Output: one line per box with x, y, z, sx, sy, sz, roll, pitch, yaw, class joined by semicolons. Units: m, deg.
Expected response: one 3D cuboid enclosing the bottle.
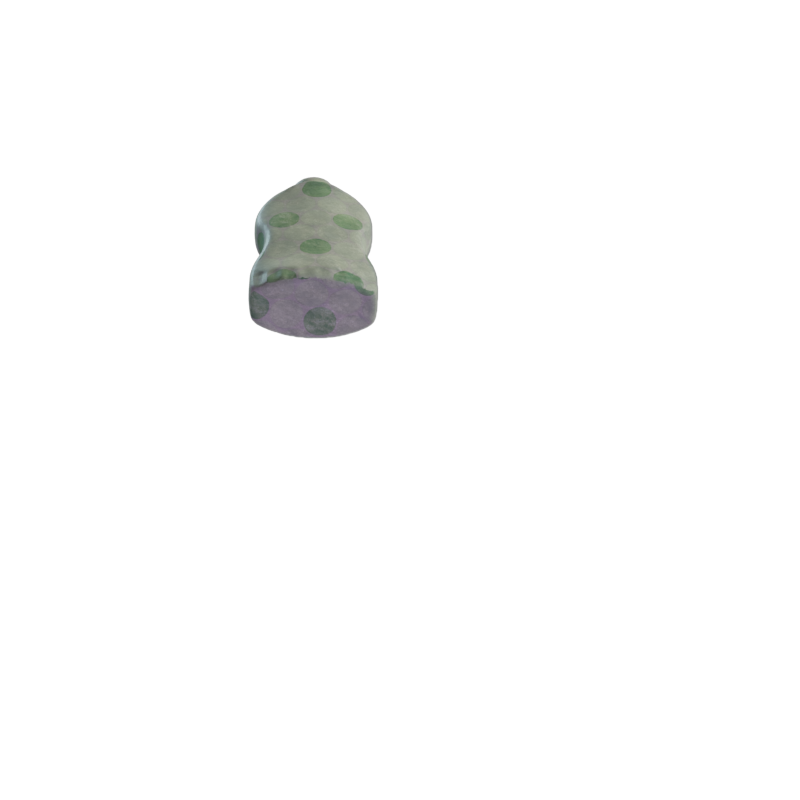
-0.070;-0.127;0.893;0.096;0.055;0.205;-2;37;-2;bottle
